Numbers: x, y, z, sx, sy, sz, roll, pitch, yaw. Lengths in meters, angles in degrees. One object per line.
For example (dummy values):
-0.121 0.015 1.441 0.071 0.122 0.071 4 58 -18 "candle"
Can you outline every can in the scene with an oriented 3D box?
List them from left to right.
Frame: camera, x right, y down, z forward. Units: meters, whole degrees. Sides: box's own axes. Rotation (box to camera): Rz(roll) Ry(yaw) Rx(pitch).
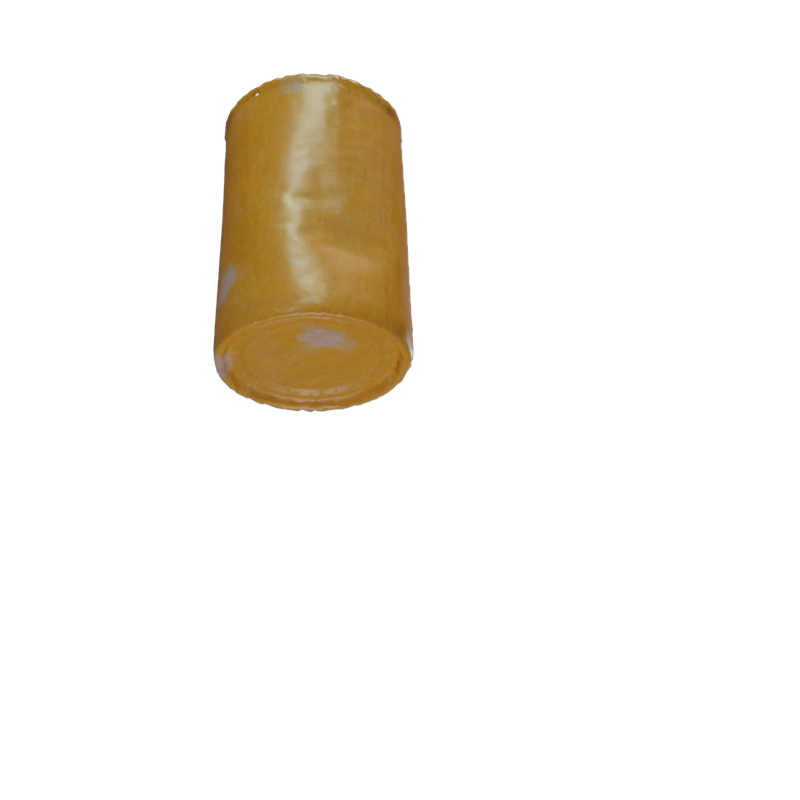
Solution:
-0.031 -0.056 0.395 0.068 0.109 0.064 -1 -33 -2 "can"
